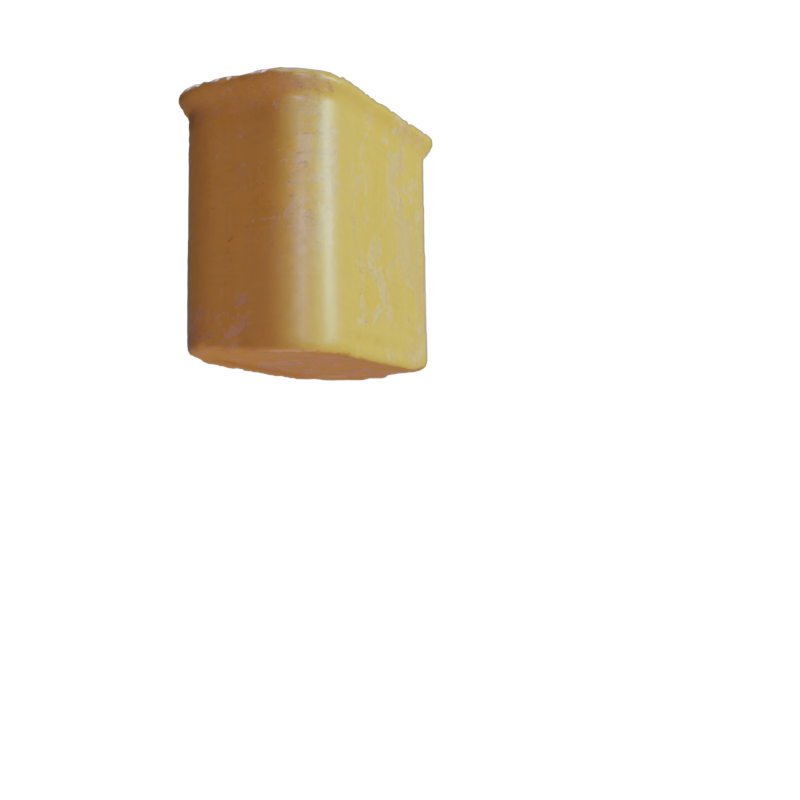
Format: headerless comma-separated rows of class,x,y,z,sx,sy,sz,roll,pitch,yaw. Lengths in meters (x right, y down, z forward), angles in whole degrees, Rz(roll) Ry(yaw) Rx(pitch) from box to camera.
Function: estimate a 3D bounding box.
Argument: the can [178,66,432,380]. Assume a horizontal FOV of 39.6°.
can,-0.029,-0.052,0.366,0.059,0.086,0.097,-5,-9,25
